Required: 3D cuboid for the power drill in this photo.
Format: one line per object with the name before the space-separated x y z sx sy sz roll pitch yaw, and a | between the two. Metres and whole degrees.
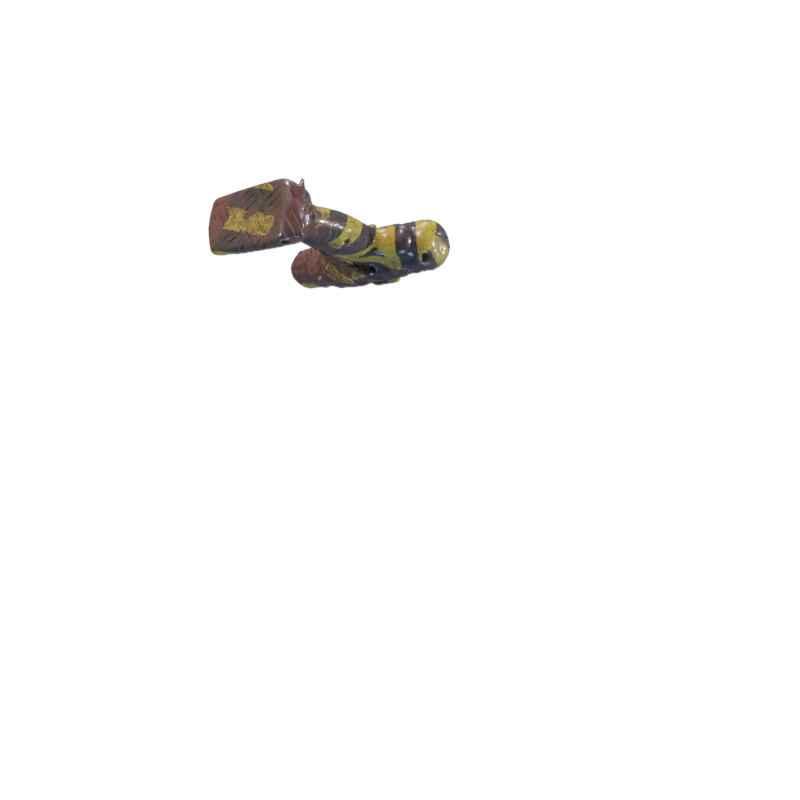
power drill | -0.078 -0.142 0.996 0.189 0.059 0.178 -7 -11 43
